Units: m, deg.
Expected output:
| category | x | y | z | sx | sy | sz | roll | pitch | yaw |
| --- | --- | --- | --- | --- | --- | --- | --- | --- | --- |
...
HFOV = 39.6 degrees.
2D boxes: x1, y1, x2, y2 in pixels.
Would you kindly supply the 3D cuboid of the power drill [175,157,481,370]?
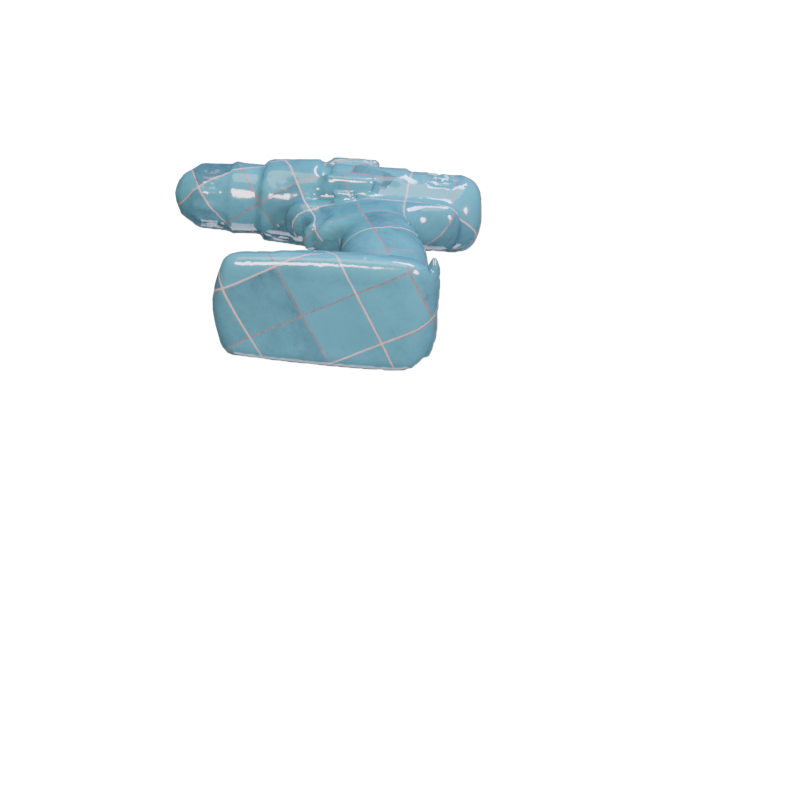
| category | x | y | z | sx | sy | sz | roll | pitch | yaw |
| --- | --- | --- | --- | --- | --- | --- | --- | --- | --- |
| power drill | -0.047 | -0.086 | 0.603 | 0.186 | 0.054 | 0.197 | 2 | 28 | 4 |
